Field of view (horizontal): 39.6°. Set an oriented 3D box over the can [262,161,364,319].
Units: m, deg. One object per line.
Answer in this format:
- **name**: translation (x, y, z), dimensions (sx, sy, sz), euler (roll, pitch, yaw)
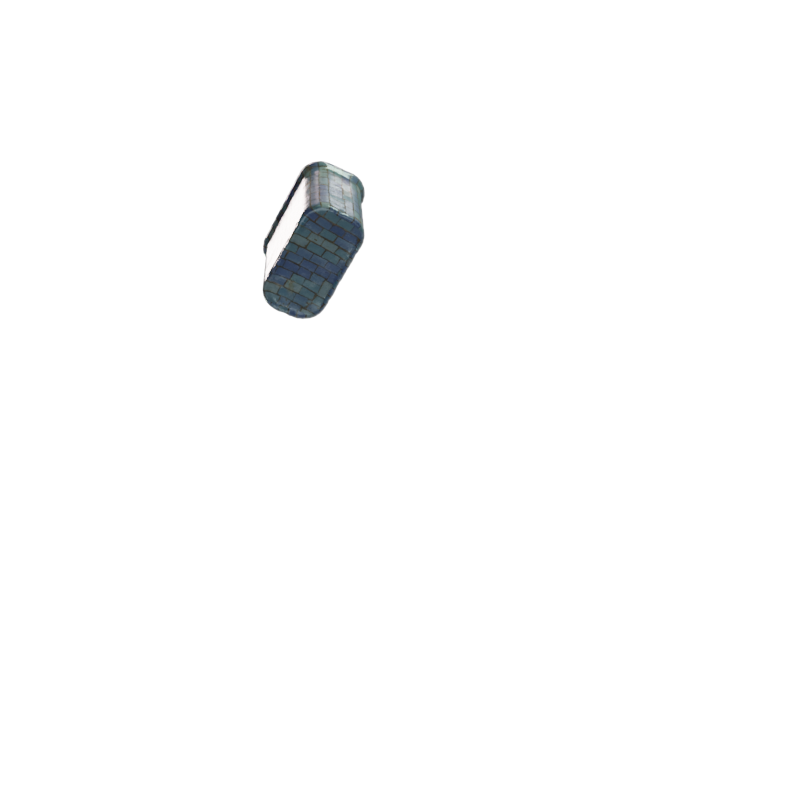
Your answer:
- **can**: translation (-0.068, -0.125, 0.873), dimensions (0.056, 0.099, 0.089), euler (24, 26, -16)
